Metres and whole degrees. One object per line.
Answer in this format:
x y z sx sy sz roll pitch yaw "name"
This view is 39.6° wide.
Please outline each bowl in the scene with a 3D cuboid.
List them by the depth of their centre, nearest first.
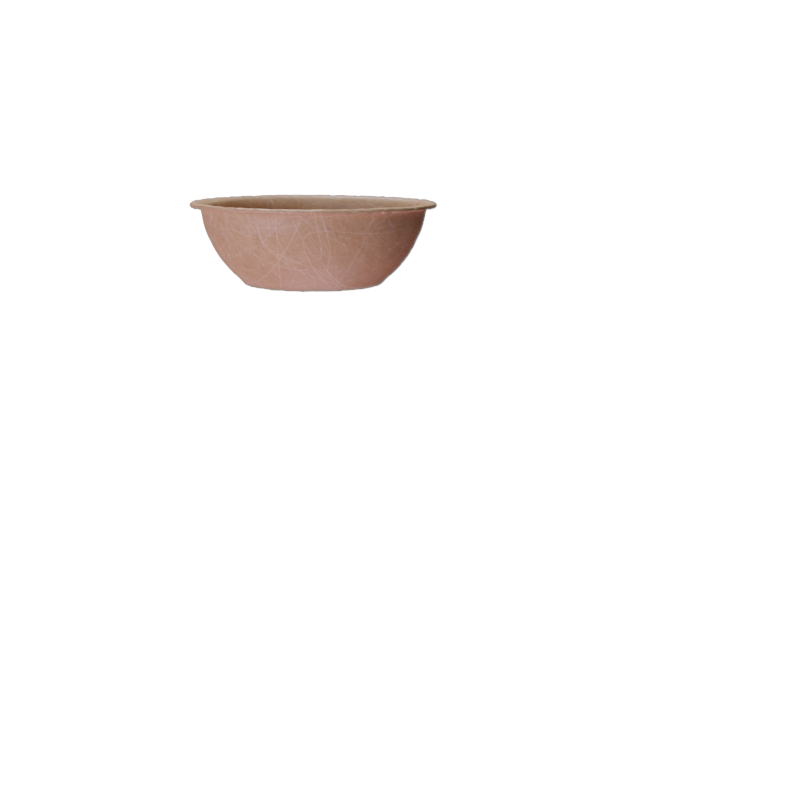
-0.057 -0.104 0.729 0.162 0.054 0.166 0 12 -2 "bowl"
